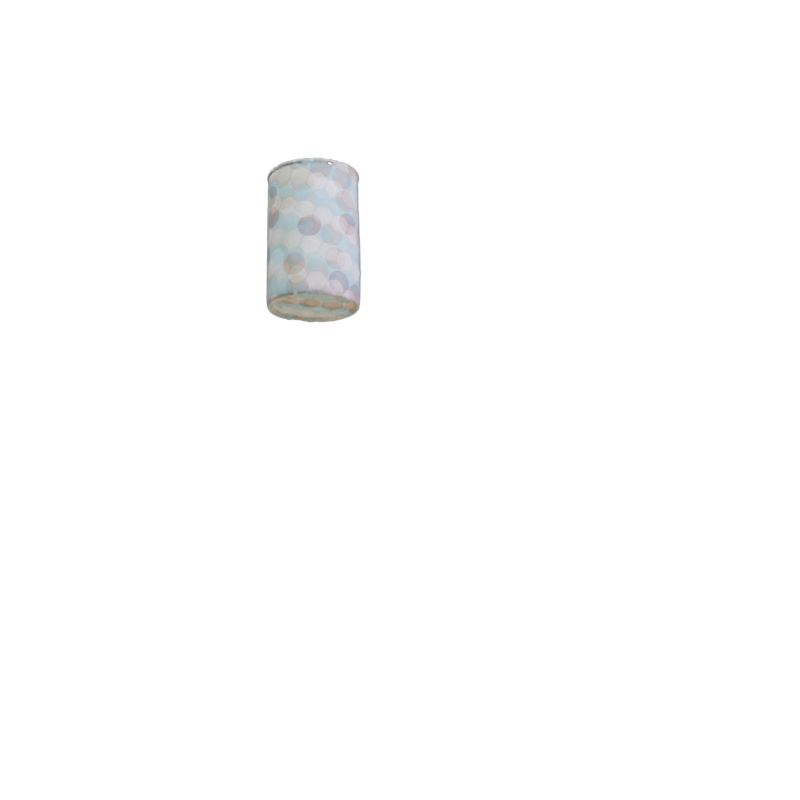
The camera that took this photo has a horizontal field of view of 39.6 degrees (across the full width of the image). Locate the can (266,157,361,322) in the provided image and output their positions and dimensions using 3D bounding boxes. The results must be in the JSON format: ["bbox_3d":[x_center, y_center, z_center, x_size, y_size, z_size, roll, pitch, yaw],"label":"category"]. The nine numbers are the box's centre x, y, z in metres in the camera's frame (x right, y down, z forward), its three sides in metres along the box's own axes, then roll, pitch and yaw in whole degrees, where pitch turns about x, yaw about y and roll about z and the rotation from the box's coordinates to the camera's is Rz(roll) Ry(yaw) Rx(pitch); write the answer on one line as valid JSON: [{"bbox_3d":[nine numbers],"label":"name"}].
[{"bbox_3d":[-0.062,-0.114,0.797,0.068,0.107,0.065,0,-19,-2],"label":"can"}]
